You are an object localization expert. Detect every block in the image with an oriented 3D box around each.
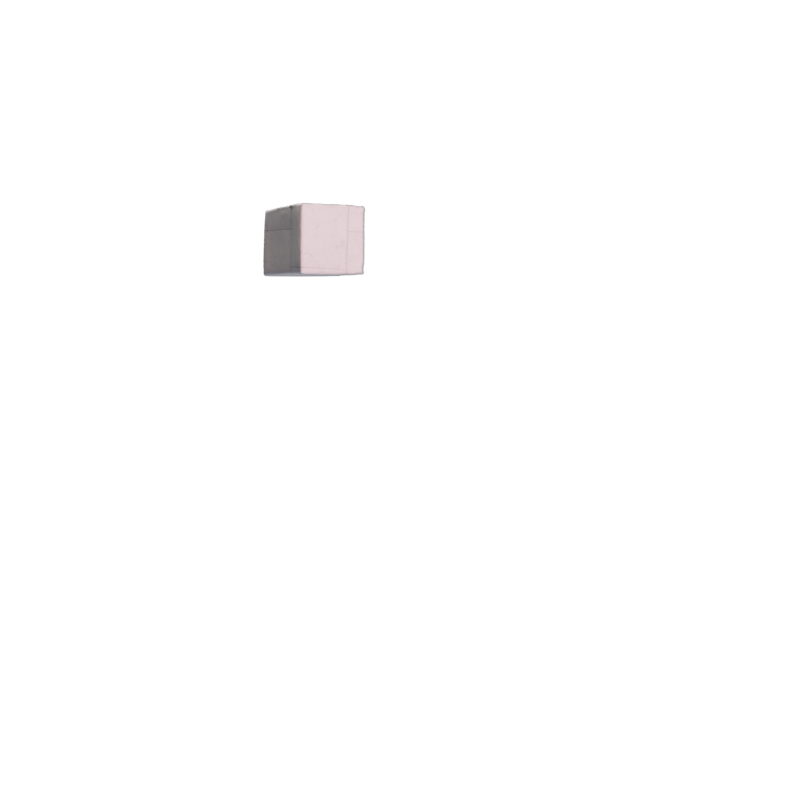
[{"bbox_3d":[-0.065,-0.119,0.835,0.051,0.051,0.080,0,2,-27],"label":"block"}]
